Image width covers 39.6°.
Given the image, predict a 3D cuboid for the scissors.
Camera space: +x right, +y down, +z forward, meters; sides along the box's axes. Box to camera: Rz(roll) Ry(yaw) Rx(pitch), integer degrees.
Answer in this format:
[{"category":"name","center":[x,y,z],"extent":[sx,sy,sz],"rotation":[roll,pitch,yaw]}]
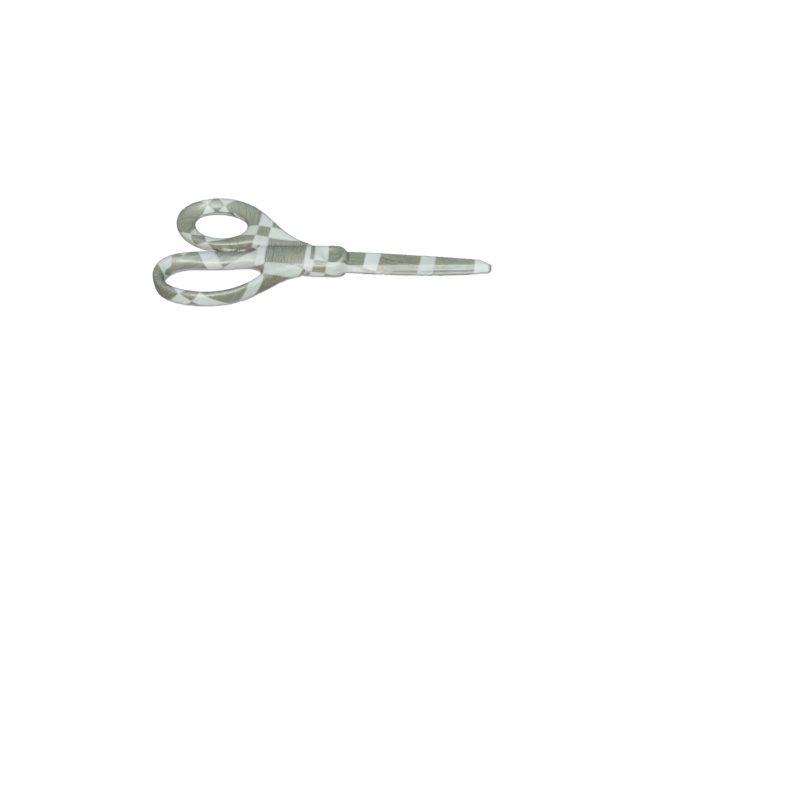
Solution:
[{"category":"scissors","center":[-0.054,-0.098,0.689],"extent":[0.200,0.104,0.015],"rotation":[-10,-42,-9]}]
